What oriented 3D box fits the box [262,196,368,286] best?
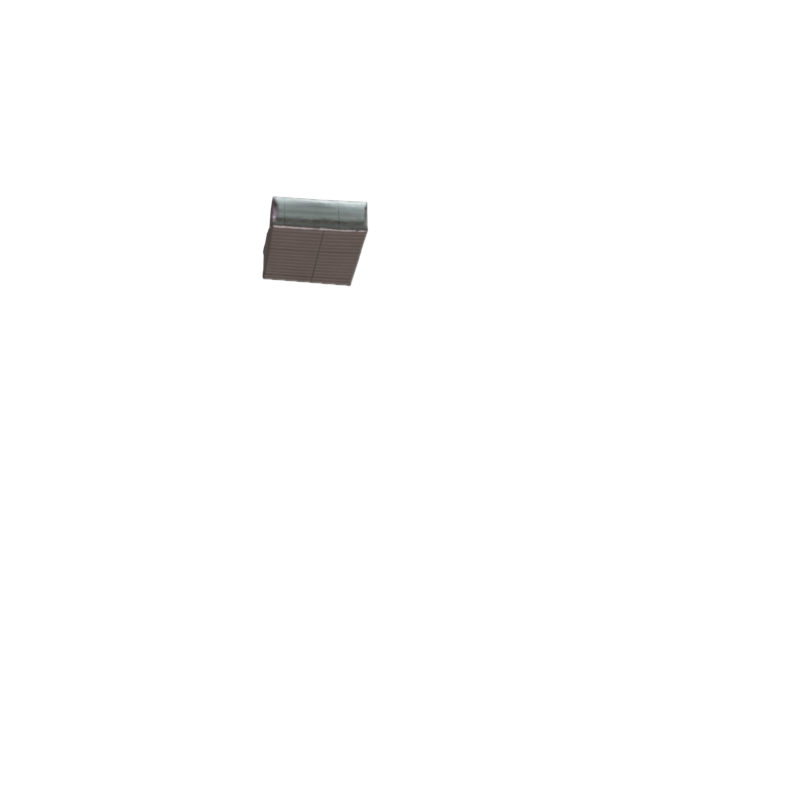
[{"bbox_3d":[-0.068,-0.124,0.867,0.072,0.032,0.085,4,-25,-9],"label":"box"}]
